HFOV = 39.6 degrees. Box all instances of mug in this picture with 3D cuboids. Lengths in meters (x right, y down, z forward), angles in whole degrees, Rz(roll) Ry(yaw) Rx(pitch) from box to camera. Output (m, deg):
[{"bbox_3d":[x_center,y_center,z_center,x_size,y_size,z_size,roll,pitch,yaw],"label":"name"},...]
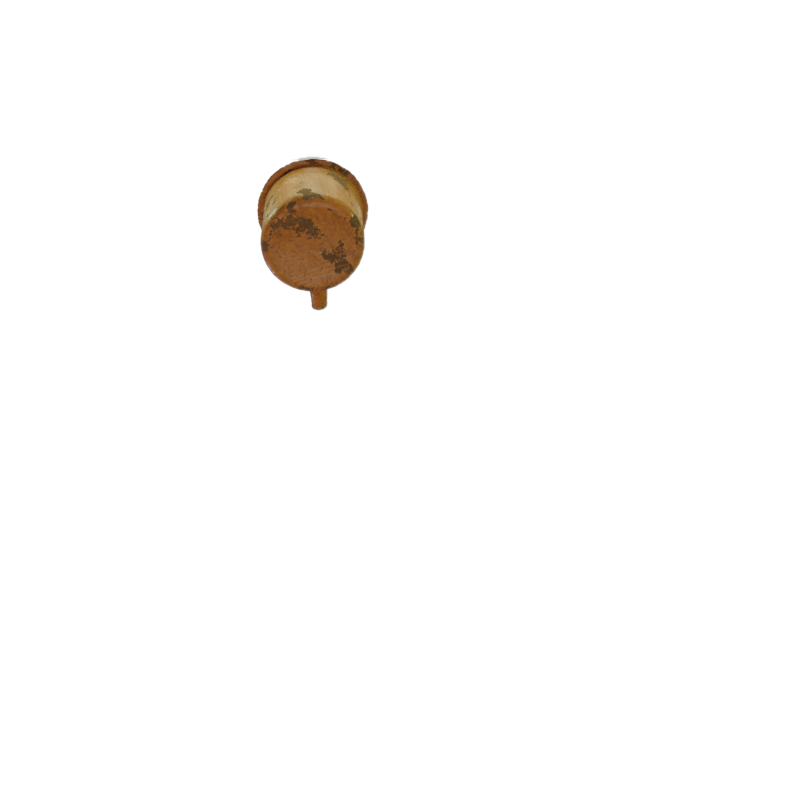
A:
[{"bbox_3d":[-0.070,-0.128,0.898,0.093,0.111,0.086,-2,25,-1],"label":"mug"}]
